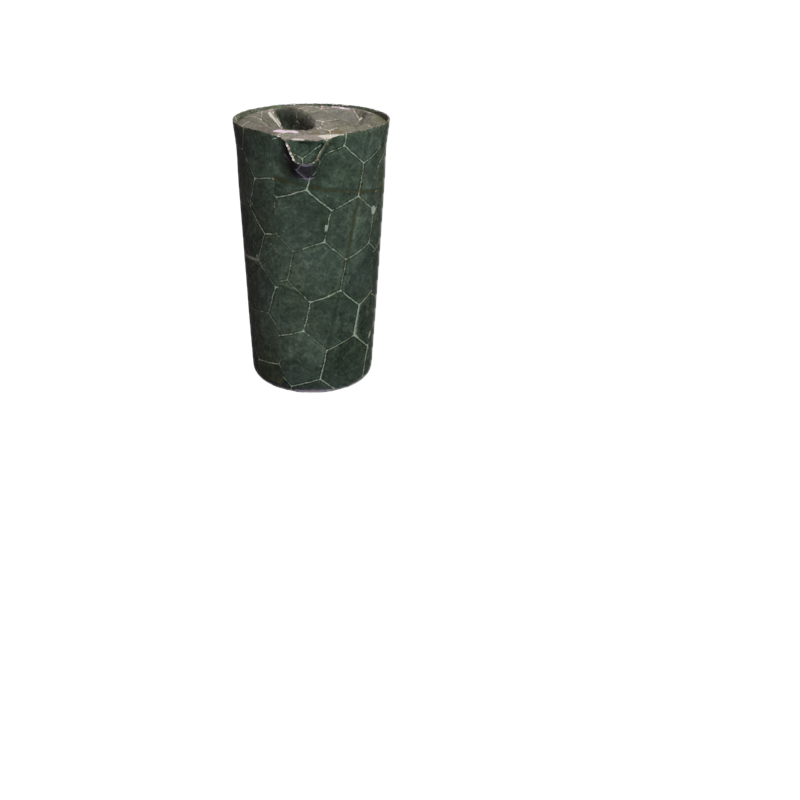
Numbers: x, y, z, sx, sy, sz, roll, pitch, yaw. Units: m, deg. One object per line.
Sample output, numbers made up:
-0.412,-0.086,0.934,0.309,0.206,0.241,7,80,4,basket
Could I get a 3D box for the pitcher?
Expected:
-0.077,-0.140,0.984,0.154,0.232,0.147,21,28,41,pitcher
